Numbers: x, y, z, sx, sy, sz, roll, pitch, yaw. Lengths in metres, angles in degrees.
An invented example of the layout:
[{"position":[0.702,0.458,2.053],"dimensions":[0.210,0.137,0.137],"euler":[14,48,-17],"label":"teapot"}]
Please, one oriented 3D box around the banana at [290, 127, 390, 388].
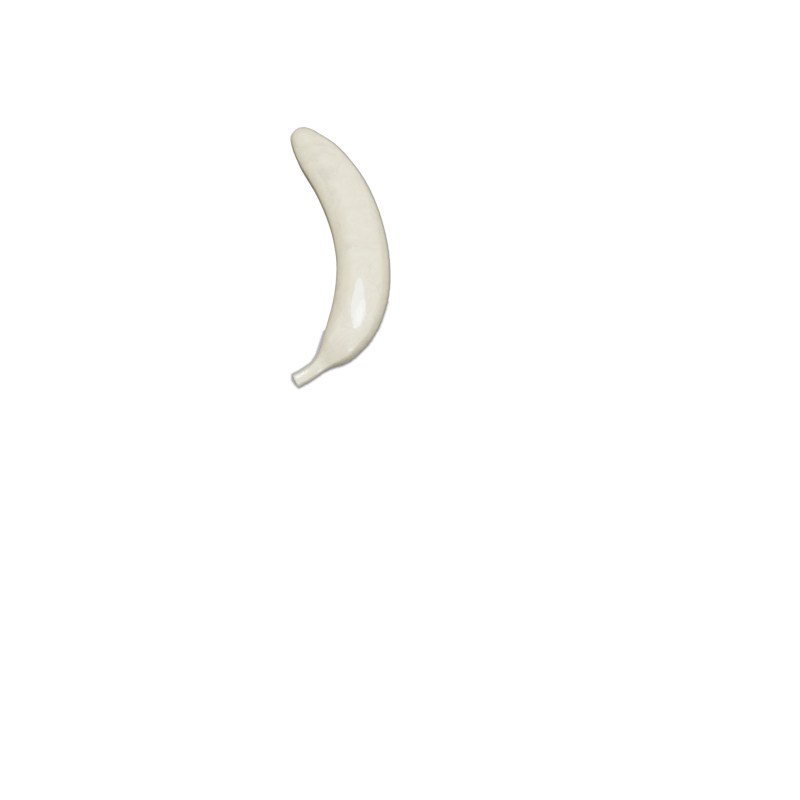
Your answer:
[{"position":[-0.042,-0.108,0.777],"dimensions":[0.069,0.209,0.035],"euler":[-2,-24,-2],"label":"banana"}]
